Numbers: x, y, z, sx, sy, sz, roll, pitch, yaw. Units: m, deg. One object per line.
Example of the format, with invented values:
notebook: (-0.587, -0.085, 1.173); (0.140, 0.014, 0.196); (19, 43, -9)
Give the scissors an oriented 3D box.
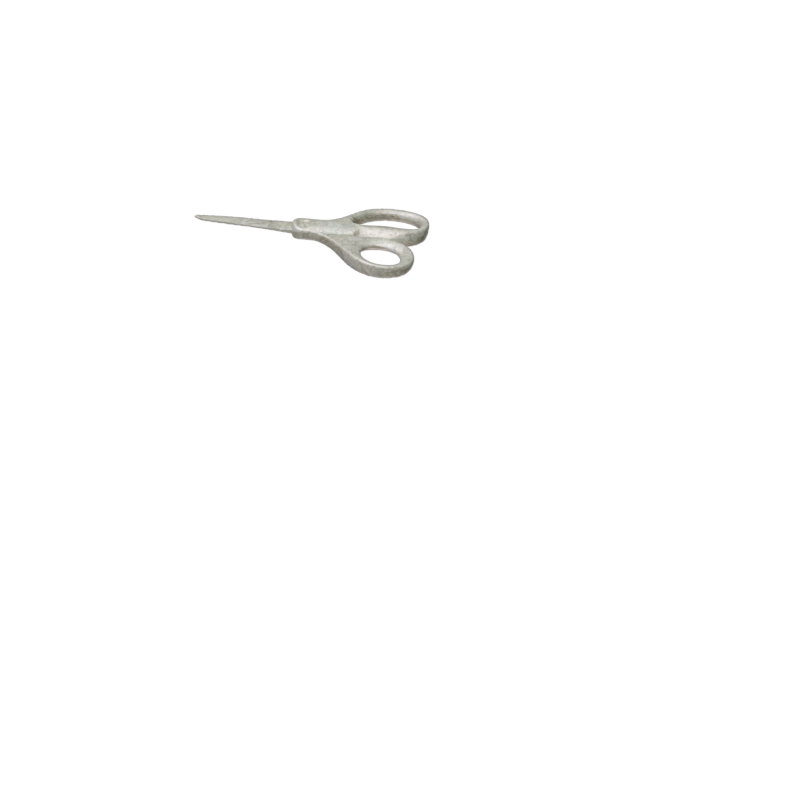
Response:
scissors: (-0.073, -0.134, 0.939); (0.201, 0.015, 0.103); (-3, 40, -4)
